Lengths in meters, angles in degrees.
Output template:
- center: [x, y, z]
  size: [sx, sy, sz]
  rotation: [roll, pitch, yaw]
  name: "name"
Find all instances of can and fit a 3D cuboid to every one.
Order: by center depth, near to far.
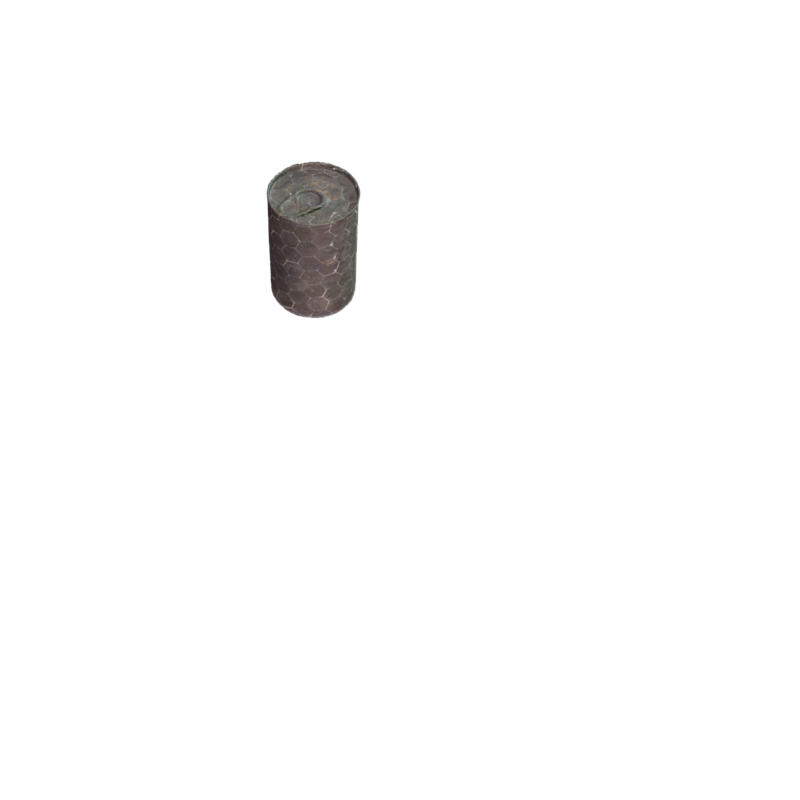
- center: [-0.065, -0.119, 0.835]
  size: [0.068, 0.074, 0.095]
  rotation: [0, -41, -3]
  name: "can"
